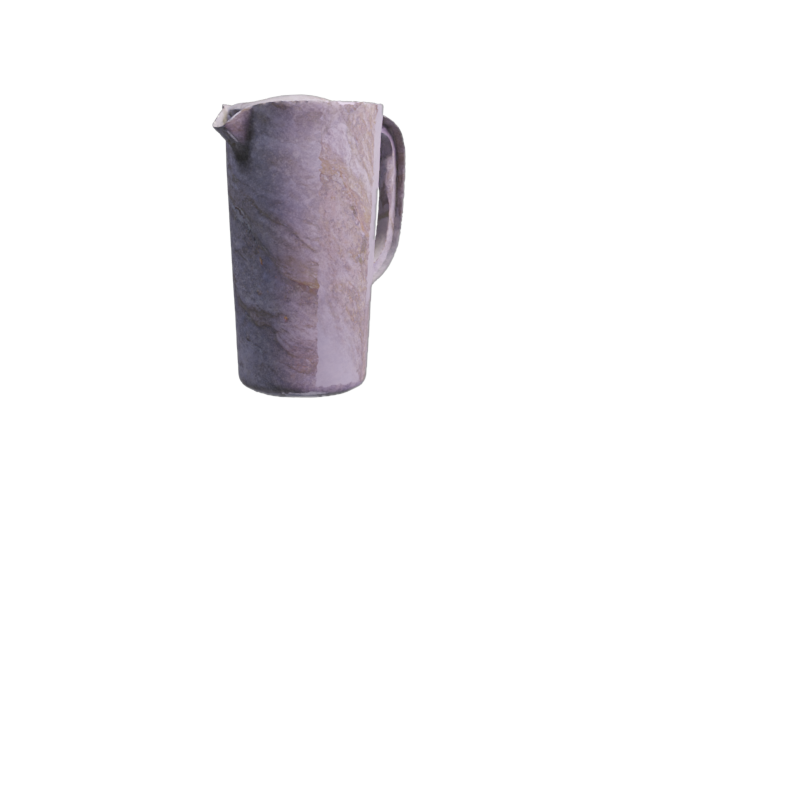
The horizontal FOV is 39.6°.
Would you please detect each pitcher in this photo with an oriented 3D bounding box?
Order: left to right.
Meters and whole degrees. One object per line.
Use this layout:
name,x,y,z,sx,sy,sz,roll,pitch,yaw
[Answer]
pitcher,-0.073,-0.133,0.928,0.150,0.240,0.146,1,7,5
